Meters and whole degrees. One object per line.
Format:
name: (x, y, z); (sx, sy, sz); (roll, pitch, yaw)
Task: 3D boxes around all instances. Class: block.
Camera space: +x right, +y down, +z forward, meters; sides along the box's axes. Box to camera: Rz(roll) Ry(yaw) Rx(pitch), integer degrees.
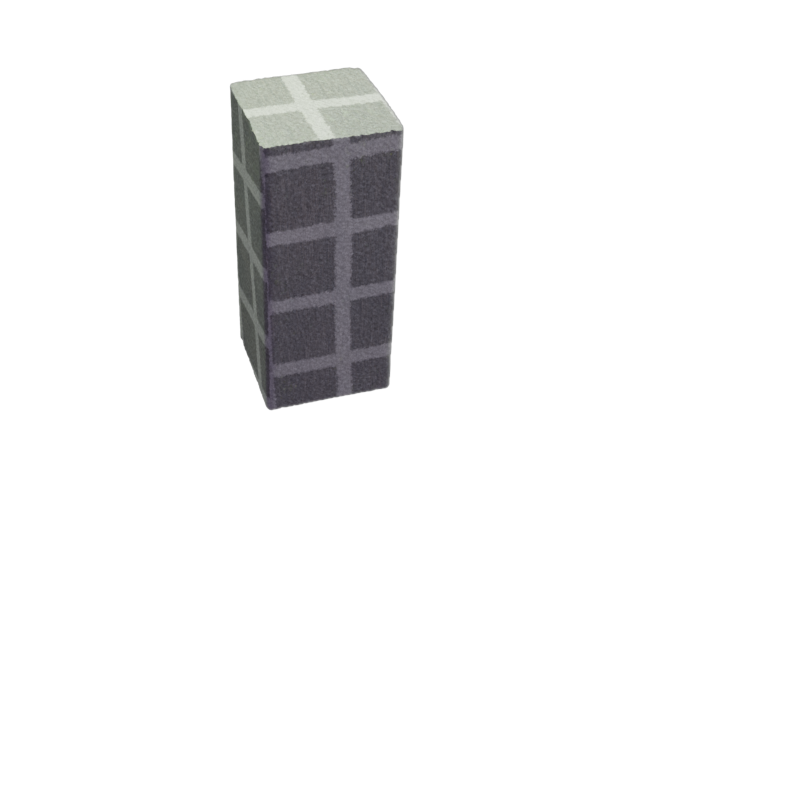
block: (-0.058, -0.106, 0.740); (0.089, 0.193, 0.098); (-10, 40, -16)
